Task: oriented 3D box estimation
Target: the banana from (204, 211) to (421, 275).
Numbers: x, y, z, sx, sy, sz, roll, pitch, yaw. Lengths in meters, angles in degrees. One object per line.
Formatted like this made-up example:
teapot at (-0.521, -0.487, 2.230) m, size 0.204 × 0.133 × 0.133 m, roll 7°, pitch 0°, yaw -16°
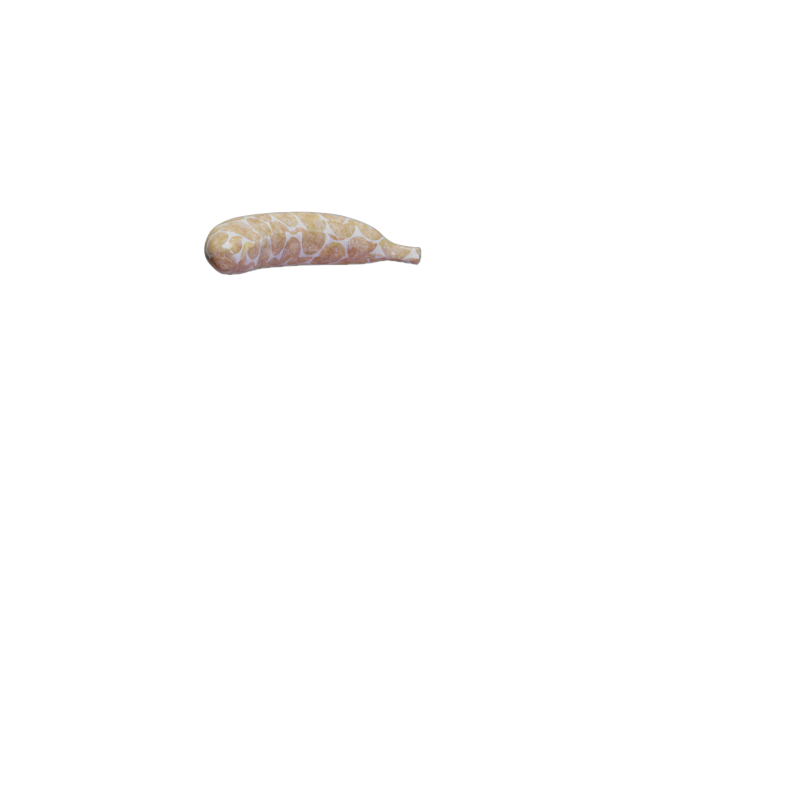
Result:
banana at (-0.067, -0.101, 0.706) m, size 0.073 × 0.036 × 0.192 m, roll 6°, pitch 12°, yaw 36°
